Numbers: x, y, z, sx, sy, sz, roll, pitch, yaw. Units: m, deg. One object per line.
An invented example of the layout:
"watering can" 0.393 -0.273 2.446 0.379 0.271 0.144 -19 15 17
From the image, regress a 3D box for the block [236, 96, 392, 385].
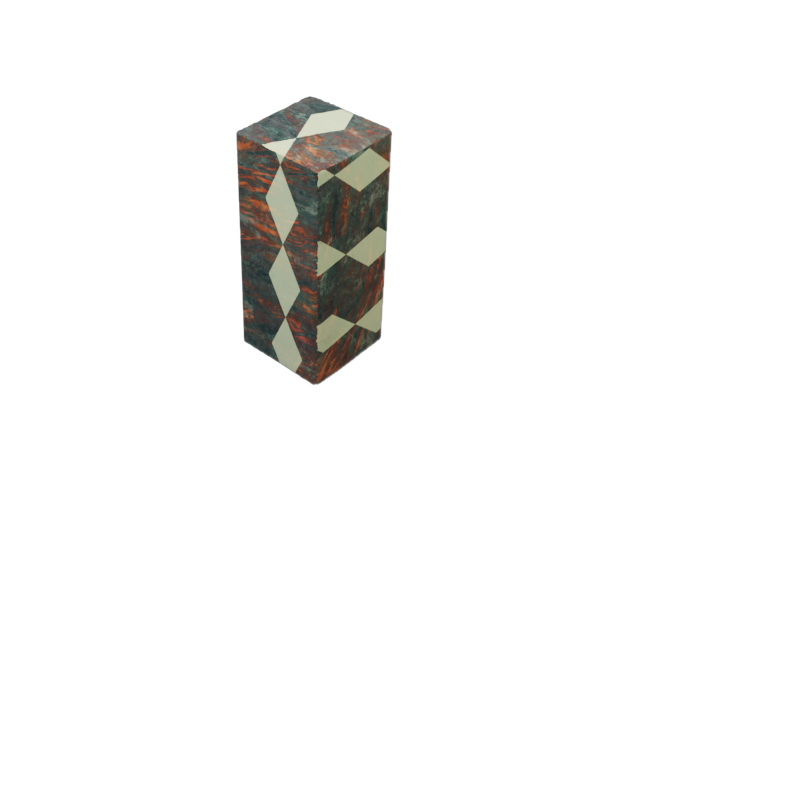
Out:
"block" -0.071 -0.130 0.912 0.096 0.193 0.091 29 44 30
